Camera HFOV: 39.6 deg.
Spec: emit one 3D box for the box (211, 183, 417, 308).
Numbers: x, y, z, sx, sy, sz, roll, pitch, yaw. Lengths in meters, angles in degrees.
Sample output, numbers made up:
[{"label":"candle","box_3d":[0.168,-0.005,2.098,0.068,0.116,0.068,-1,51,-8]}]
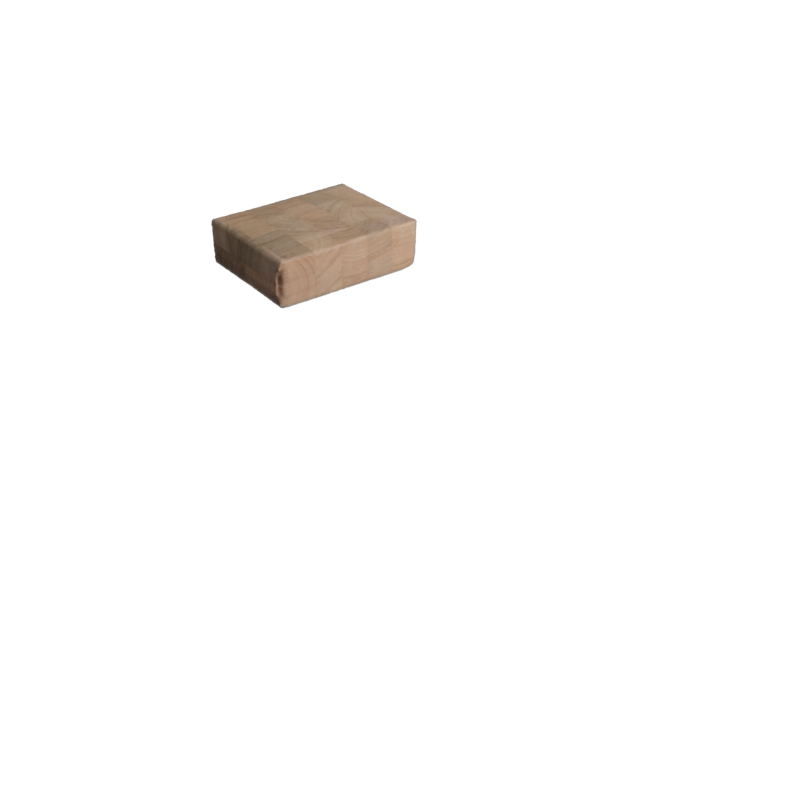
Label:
[{"label":"box","box_3d":[-0.059,-0.108,0.758,0.112,0.037,0.096,-19,35,-30]}]
